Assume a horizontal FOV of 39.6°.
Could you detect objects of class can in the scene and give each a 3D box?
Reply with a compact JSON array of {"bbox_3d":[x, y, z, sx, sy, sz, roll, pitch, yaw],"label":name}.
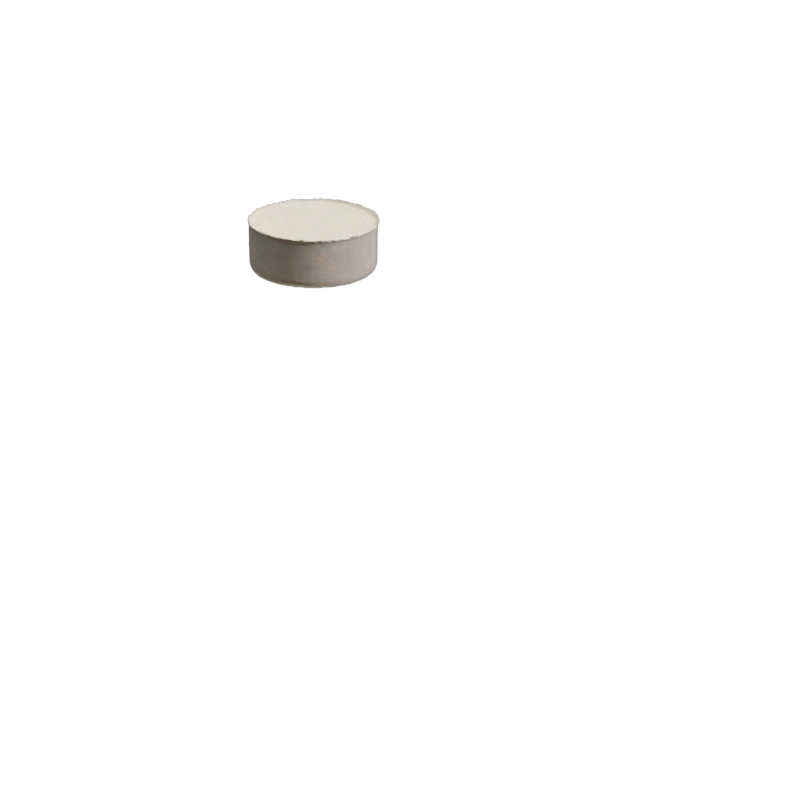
[{"bbox_3d":[-0.057,-0.104,0.726,0.086,0.032,0.090,-1,26,-2],"label":"can"}]
